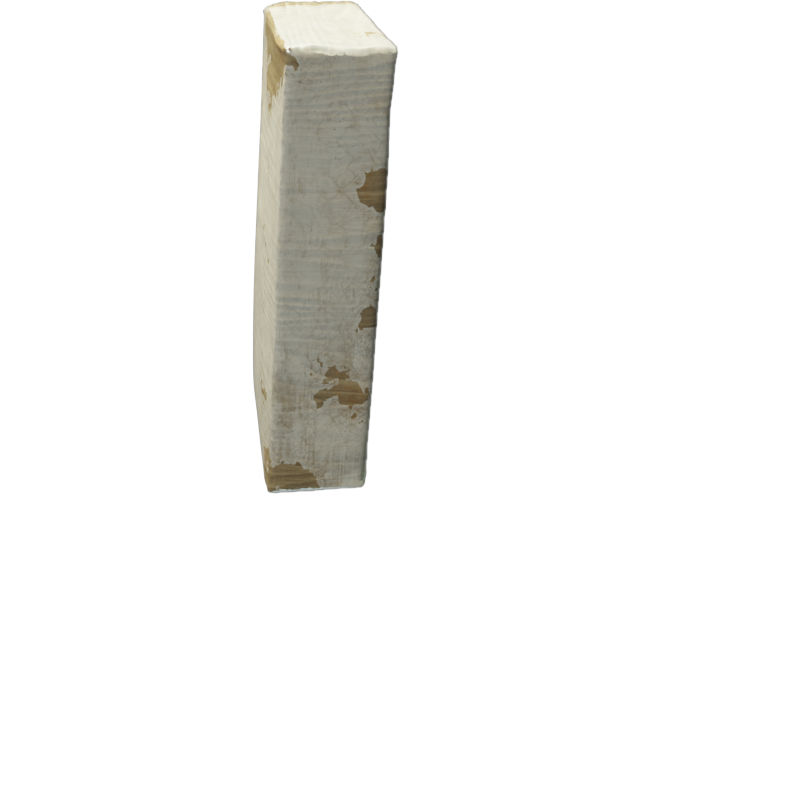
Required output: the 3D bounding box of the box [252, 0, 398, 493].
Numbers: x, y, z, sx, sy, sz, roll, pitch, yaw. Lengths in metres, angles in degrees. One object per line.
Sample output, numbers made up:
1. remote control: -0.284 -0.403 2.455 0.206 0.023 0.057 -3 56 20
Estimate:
1. box: -0.035 -0.063 0.439 0.047 0.168 0.099 -2 24 -10
